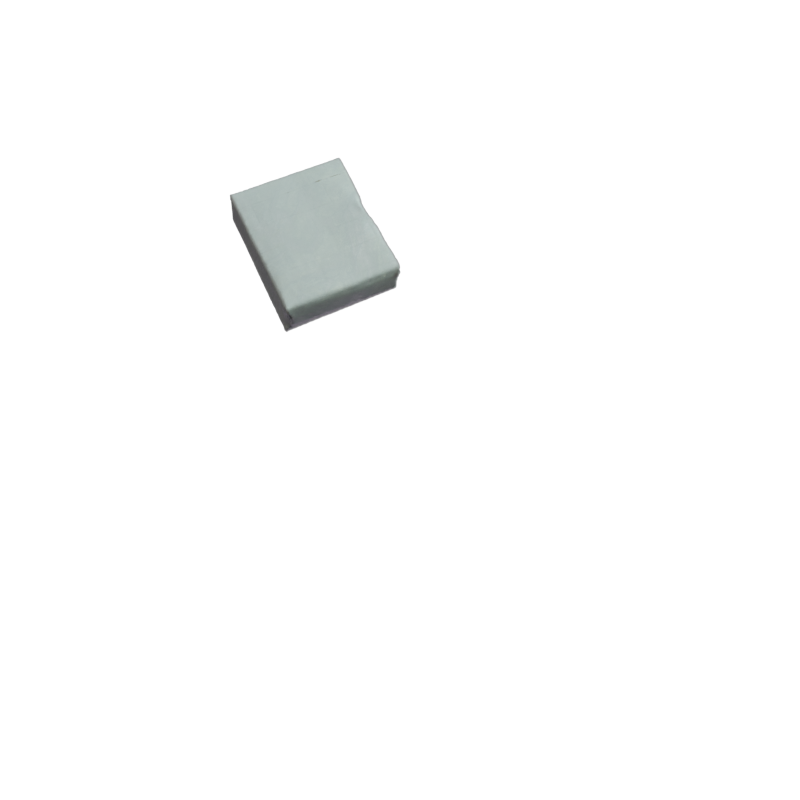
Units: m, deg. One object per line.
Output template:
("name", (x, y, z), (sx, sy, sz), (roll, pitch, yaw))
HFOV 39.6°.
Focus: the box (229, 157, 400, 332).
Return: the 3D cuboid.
("box", (-0.052, -0.094, 0.661), (0.073, 0.095, 0.028), (-21, -28, -12))
